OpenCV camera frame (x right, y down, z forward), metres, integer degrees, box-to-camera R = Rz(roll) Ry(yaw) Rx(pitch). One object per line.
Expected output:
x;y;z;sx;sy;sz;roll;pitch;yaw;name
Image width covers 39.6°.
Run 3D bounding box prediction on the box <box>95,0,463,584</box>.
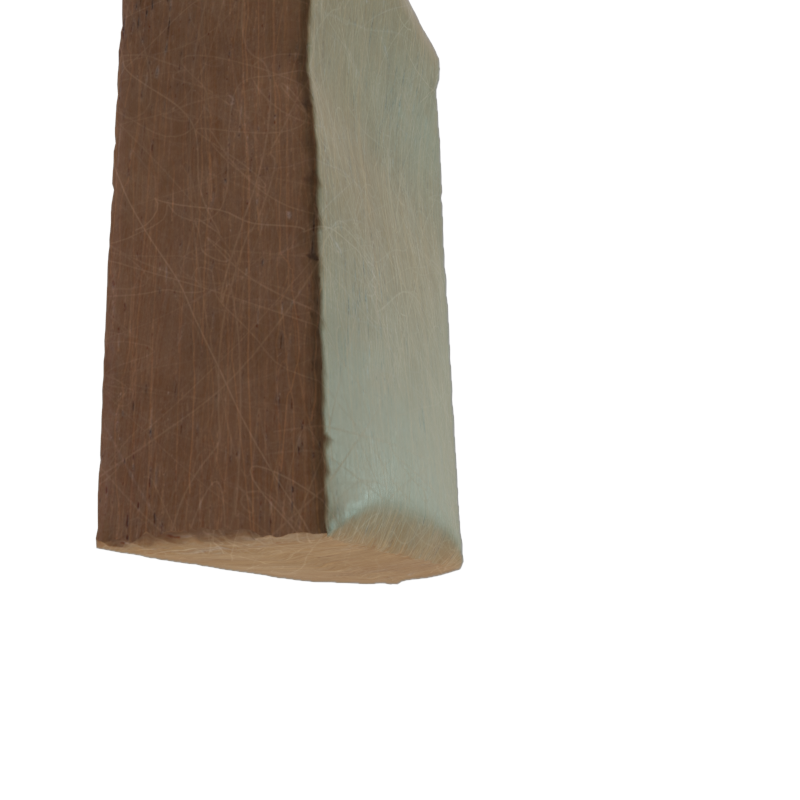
-0.029;-0.053;0.373;0.073;0.223;0.155;-7;-18;15;box
